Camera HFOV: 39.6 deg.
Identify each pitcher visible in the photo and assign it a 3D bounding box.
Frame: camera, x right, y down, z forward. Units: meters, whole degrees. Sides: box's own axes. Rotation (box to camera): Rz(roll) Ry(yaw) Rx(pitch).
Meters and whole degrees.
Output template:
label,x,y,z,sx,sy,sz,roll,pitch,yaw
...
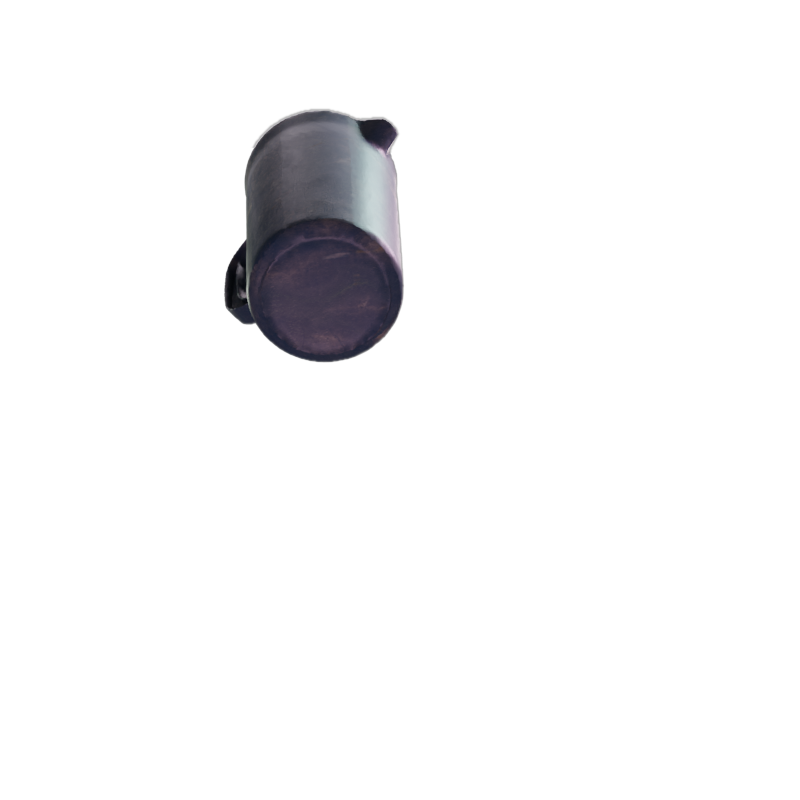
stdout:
label,x,y,z,sx,sy,sz,roll,pitch,yaw
pitcher,-0.067,-0.123,0.860,0.144,0.142,0.257,1,27,-4
